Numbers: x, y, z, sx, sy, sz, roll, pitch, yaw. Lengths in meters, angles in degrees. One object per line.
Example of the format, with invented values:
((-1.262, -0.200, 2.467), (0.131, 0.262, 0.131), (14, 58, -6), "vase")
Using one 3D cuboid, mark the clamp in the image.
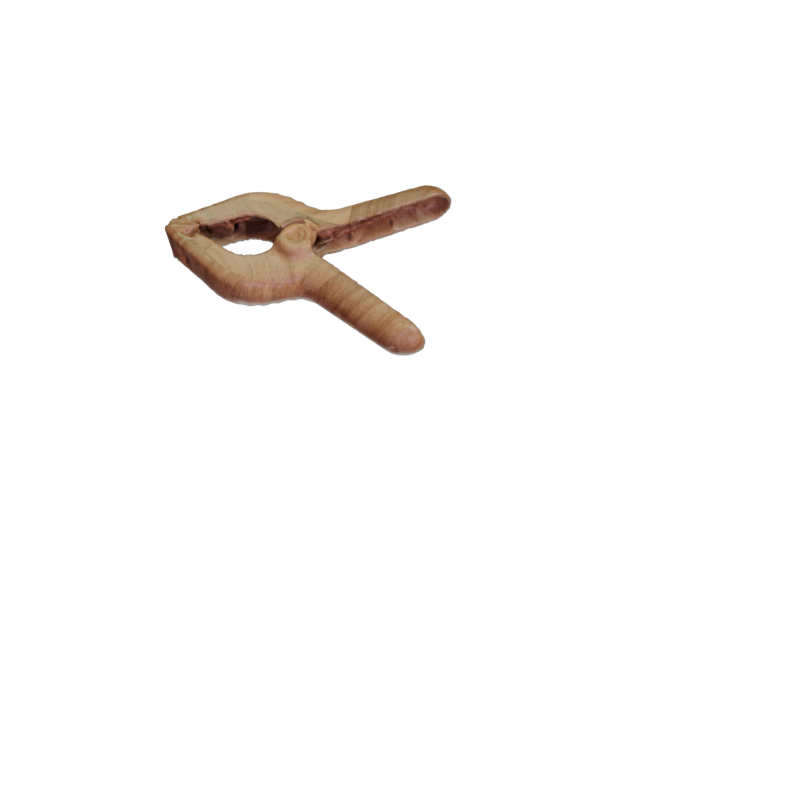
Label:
((-0.052, -0.095, 0.667), (0.176, 0.126, 0.036), (16, -40, 13), "clamp")
